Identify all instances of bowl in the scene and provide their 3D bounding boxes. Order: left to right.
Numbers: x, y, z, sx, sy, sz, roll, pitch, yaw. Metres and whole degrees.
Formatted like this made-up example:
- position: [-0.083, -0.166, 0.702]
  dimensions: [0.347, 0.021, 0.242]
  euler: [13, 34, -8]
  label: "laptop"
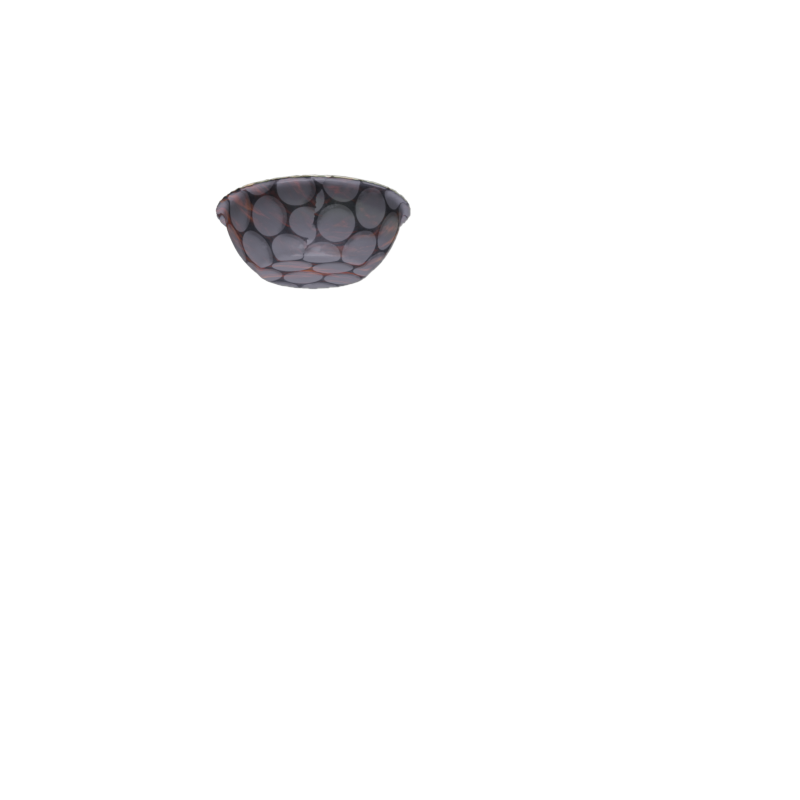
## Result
- position: [-0.071, -0.130, 0.912]
  dimensions: [0.162, 0.057, 0.156]
  euler: [0, -12, -2]
  label: "bowl"
